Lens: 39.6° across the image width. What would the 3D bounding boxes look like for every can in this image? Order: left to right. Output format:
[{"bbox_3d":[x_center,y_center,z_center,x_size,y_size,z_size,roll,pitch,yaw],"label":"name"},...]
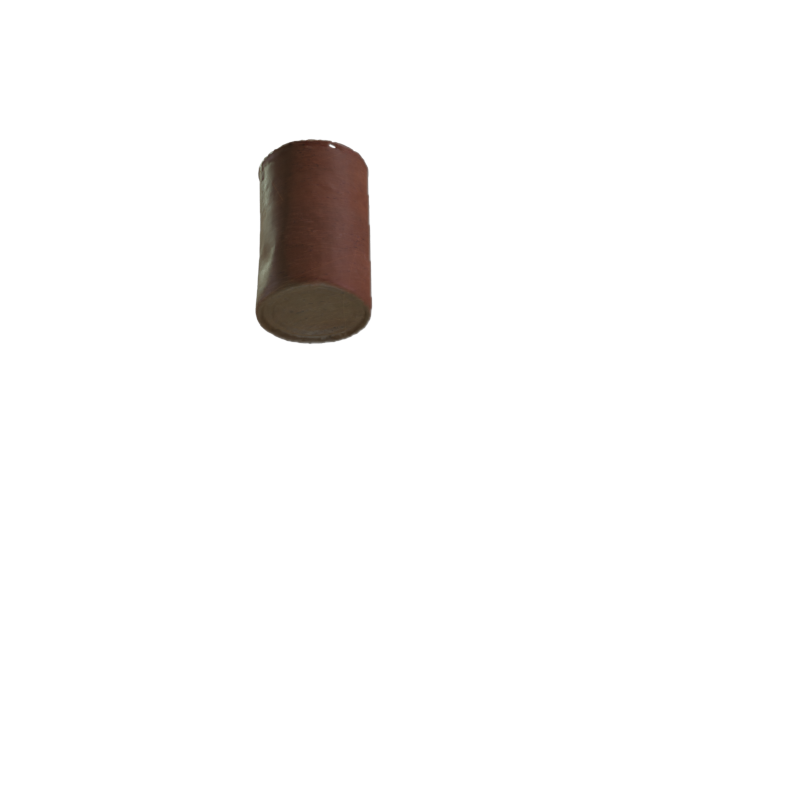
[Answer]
[{"bbox_3d":[-0.051,-0.093,0.652,0.068,0.109,0.064,-1,-31,-2],"label":"can"}]
